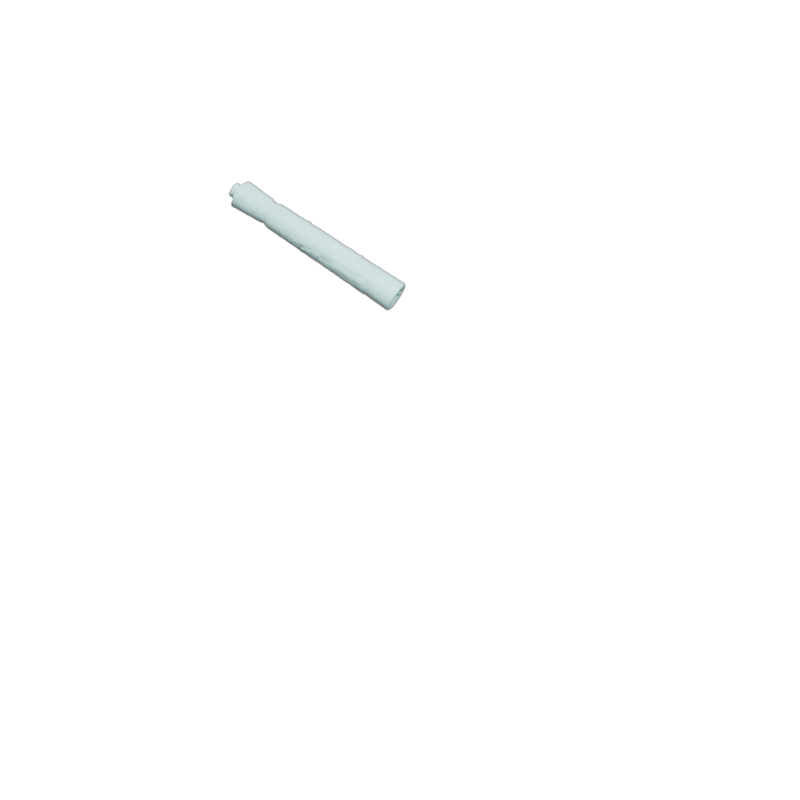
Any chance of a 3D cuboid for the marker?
[{"bbox_3d":[-0.052,-0.094,0.657,0.125,0.019,0.019,35,12,14],"label":"marker"}]
